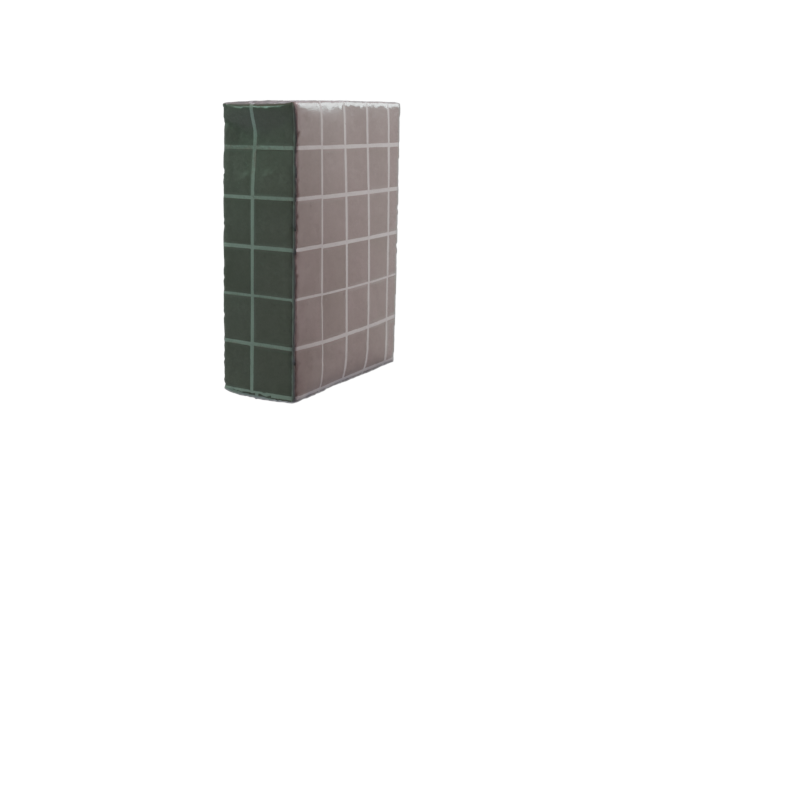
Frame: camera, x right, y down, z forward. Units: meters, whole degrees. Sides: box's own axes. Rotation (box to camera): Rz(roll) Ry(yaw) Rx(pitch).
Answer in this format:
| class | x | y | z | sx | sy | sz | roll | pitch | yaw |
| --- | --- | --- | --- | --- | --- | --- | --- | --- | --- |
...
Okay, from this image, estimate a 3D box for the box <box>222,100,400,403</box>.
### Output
| class | x | y | z | sx | sy | sz | roll | pitch | yaw |
| --- | --- | --- | --- | --- | --- | --- | --- | --- | --- |
| box | -0.066 | -0.121 | 0.847 | 0.074 | 0.210 | 0.161 | 4 | 10 | 27 |
